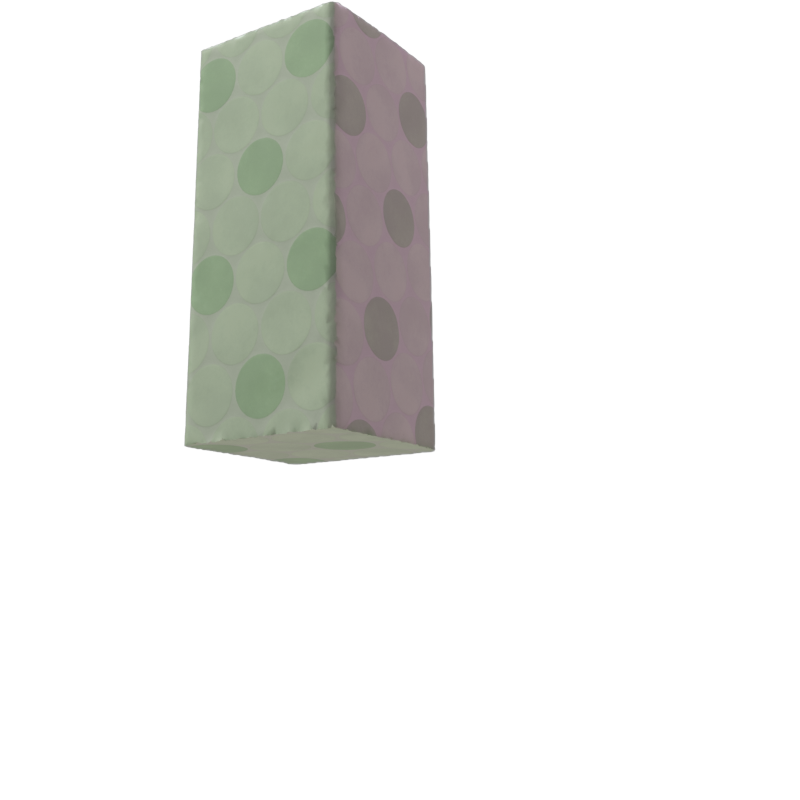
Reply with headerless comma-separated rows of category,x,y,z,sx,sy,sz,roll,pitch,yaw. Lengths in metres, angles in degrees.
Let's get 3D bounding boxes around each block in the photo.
block,-0.043,-0.079,0.557,0.092,0.215,0.085,-12,-20,32
